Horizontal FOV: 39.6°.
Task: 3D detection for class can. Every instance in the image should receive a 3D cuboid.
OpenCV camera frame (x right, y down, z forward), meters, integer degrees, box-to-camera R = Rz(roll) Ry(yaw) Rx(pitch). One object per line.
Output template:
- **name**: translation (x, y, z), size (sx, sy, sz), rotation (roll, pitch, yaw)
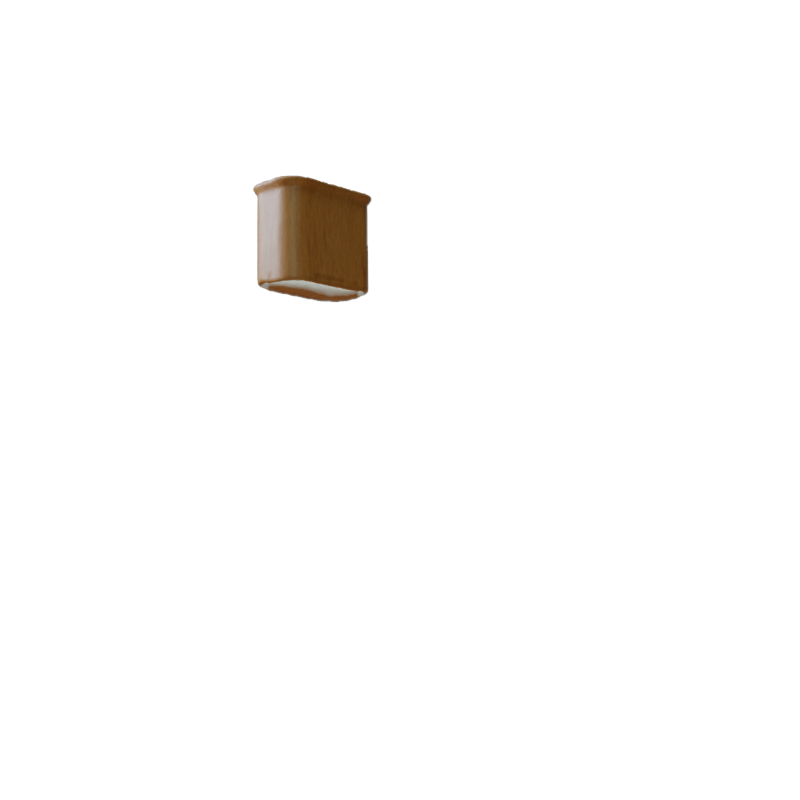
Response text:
- **can**: translation (-0.071, -0.129, 0.904), size (0.059, 0.086, 0.097), rotation (-12, -15, 43)
